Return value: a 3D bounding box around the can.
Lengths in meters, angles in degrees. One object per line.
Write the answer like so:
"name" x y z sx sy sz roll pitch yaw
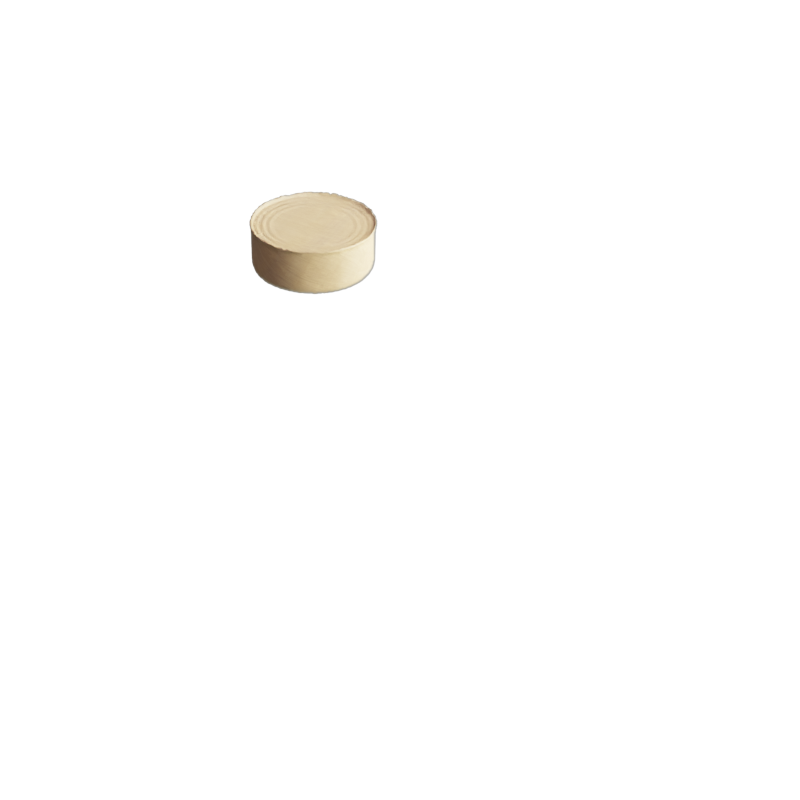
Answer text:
"can" -0.059 -0.107 0.751 0.086 0.031 0.092 -1 35 -2
